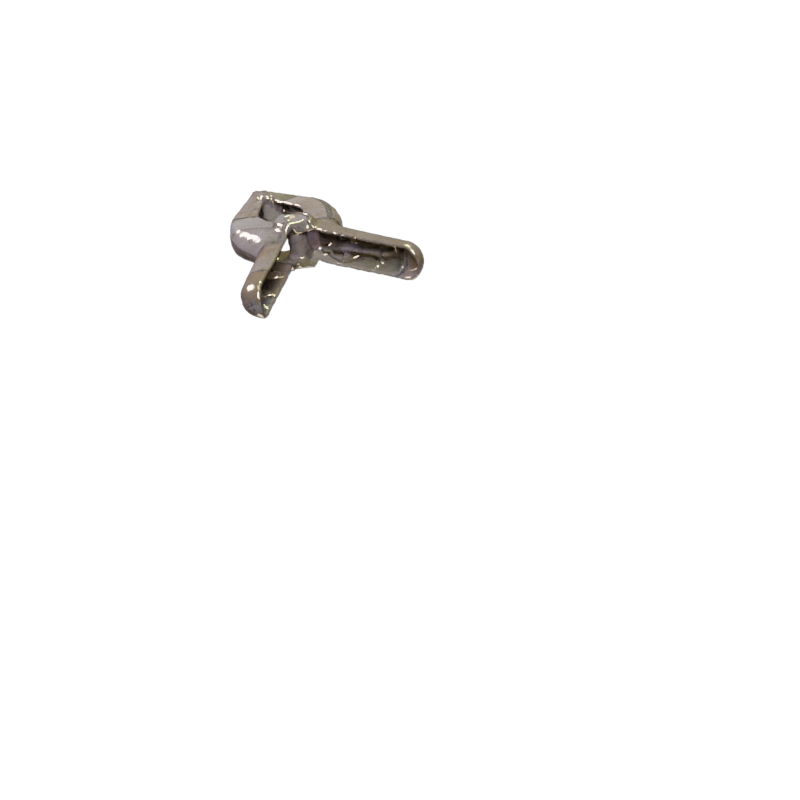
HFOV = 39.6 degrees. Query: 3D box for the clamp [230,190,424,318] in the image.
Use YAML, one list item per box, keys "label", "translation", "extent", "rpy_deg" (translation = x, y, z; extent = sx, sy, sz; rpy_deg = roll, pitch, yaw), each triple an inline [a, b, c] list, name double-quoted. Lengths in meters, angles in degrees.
- label: "clamp"
  translation: [-0.059, -0.108, 0.756]
  extent: [0.118, 0.037, 0.184]
  rpy_deg: [-7, 31, -12]
